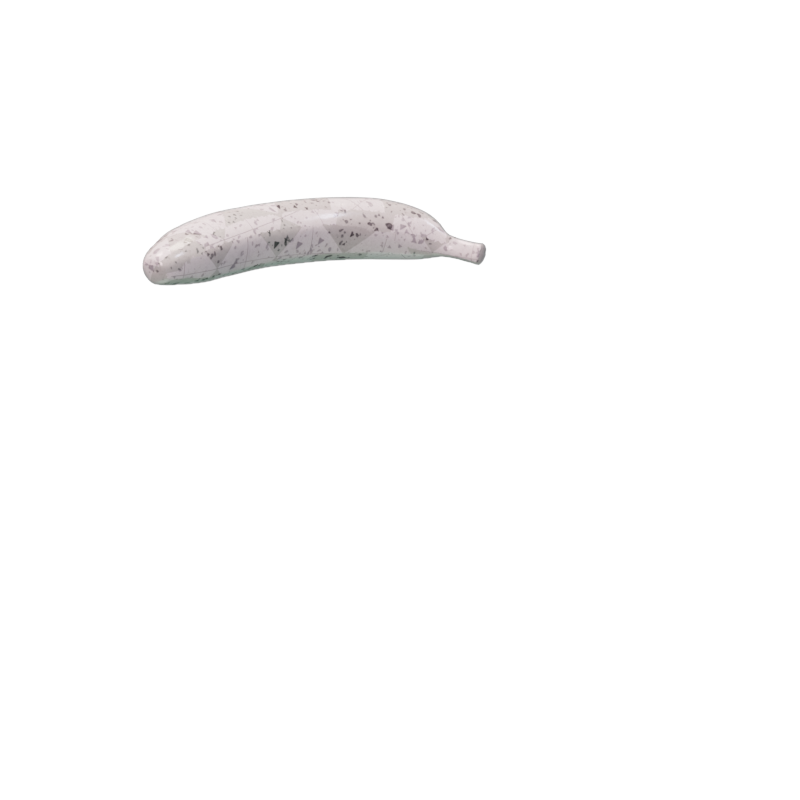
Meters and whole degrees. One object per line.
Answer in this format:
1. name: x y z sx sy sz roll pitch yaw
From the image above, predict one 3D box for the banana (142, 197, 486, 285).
1. banana: -0.052 -0.088 0.596 0.193 0.036 0.073 -9 18 -28
